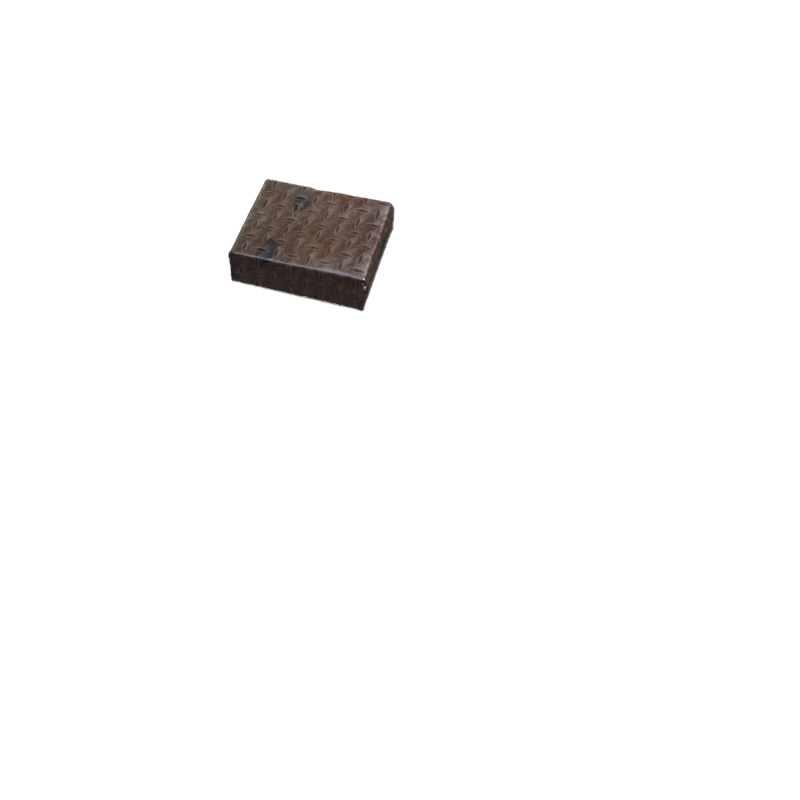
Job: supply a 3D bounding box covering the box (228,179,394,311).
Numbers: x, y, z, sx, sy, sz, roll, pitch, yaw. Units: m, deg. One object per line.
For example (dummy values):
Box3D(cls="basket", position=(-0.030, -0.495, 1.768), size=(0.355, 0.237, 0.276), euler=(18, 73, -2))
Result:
Box3D(cls="box", position=(-0.055, -0.100, 0.702), size=(0.091, 0.077, 0.028), euler=(12, -40, 10))
